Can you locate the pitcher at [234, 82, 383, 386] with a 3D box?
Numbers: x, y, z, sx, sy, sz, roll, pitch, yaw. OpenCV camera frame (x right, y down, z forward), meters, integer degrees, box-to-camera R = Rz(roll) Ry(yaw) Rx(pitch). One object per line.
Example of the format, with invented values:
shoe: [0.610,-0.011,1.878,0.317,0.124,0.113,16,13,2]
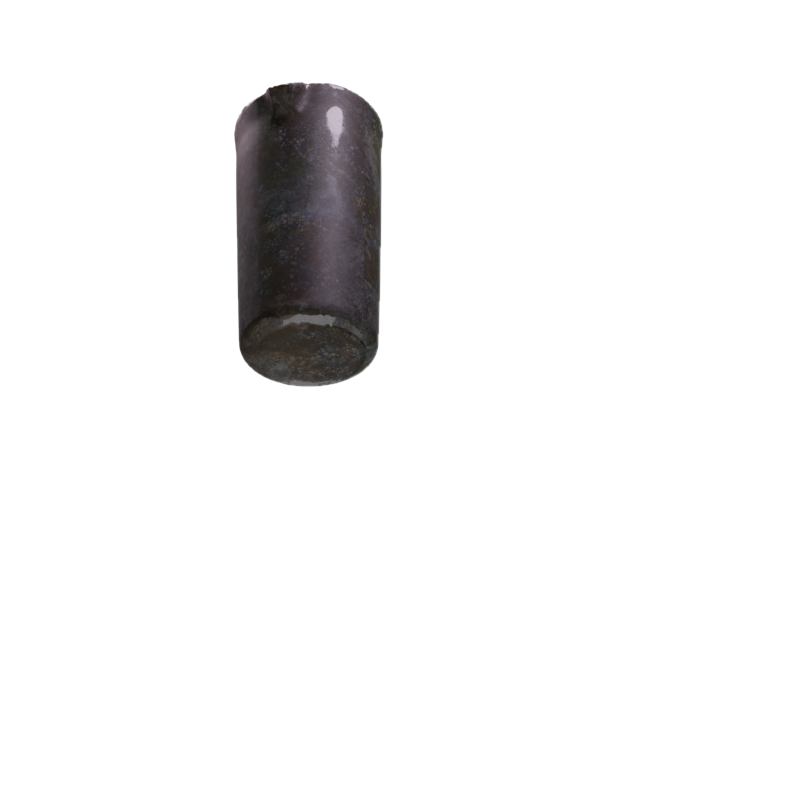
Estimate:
pitcher: [-0.073,-0.133,0.930,0.143,0.260,0.141,18,-40,-26]
